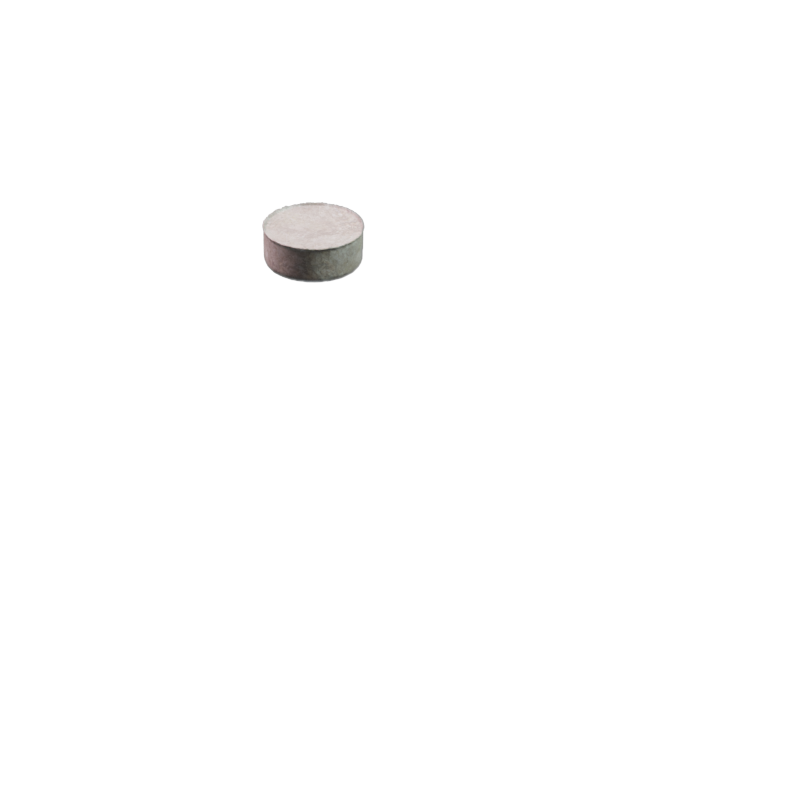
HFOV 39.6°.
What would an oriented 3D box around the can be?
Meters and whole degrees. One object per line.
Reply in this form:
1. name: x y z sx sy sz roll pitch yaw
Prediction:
1. can: -0.074 -0.134 0.939 0.086 0.031 0.092 -1 34 -2
